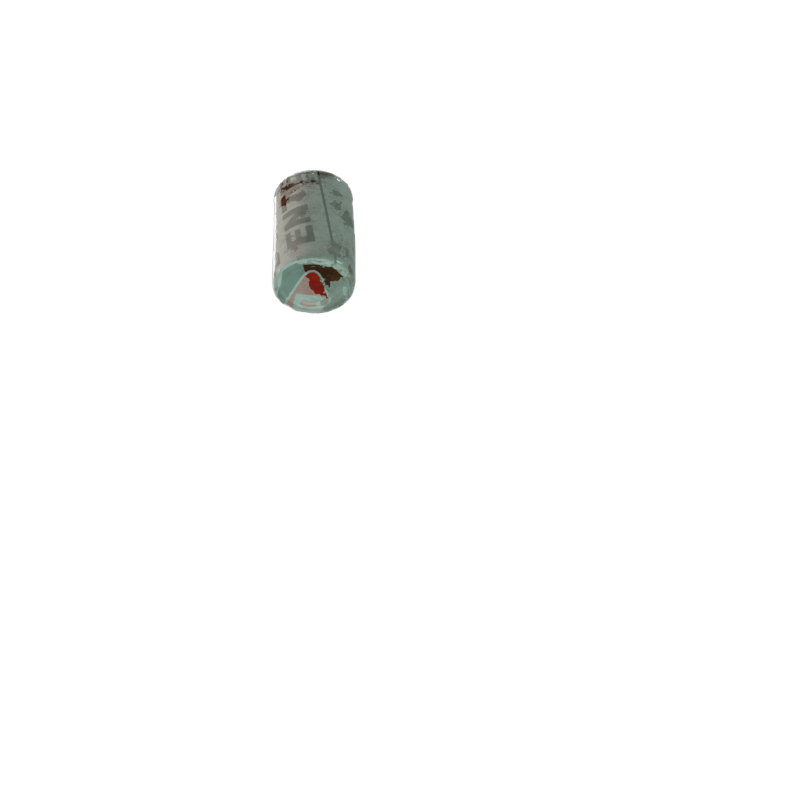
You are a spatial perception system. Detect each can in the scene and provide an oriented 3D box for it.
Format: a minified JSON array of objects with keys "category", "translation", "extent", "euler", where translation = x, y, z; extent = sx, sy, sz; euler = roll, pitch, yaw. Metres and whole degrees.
[{"category":"can","translation":[-0.071,-0.130,0.910],"extent":[0.068,0.110,0.064],"euler":[-1,-41,-3]}]
